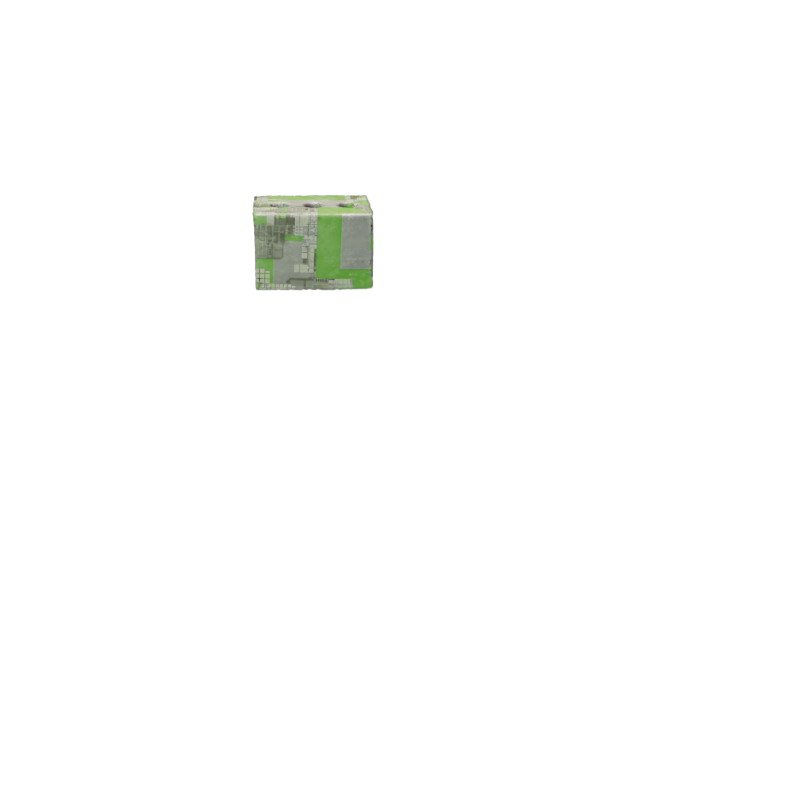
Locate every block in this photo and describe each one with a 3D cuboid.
[{"bbox_3d":[-0.057,-0.103,0.723,0.078,0.049,0.055,-1,19,-3],"label":"block"}]
